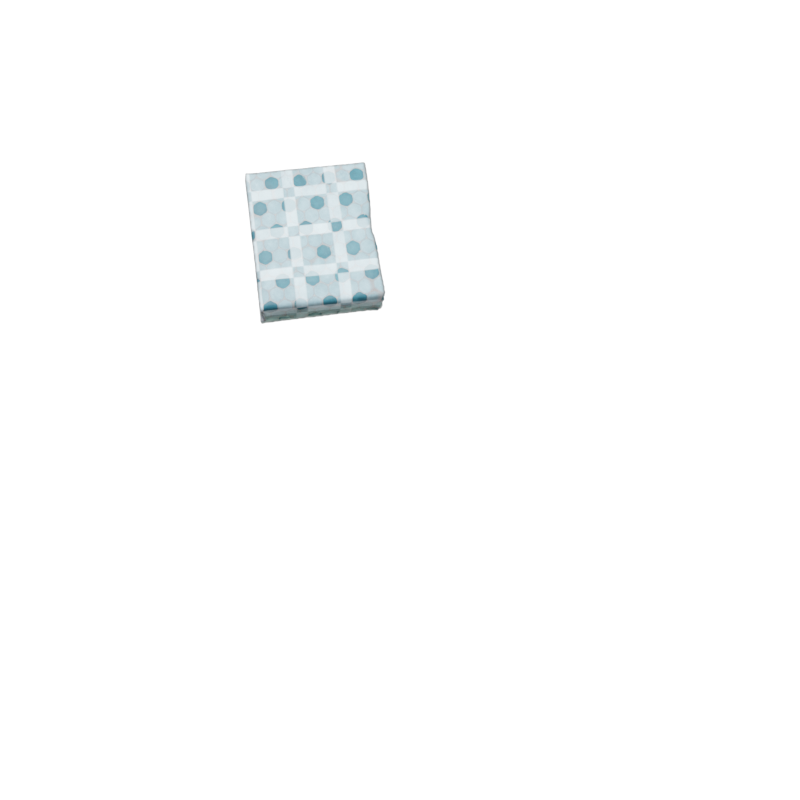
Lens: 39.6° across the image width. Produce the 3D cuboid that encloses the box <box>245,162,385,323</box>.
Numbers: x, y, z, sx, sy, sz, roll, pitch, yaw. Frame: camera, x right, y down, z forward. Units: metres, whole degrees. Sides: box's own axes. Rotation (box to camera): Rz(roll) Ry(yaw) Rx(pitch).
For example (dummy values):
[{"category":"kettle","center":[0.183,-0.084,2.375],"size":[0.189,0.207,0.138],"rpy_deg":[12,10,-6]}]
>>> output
[{"category":"box","center":[-0.051,-0.094,0.657],"size":[0.073,0.094,0.029],"rpy_deg":[-7,-22,-3]}]
